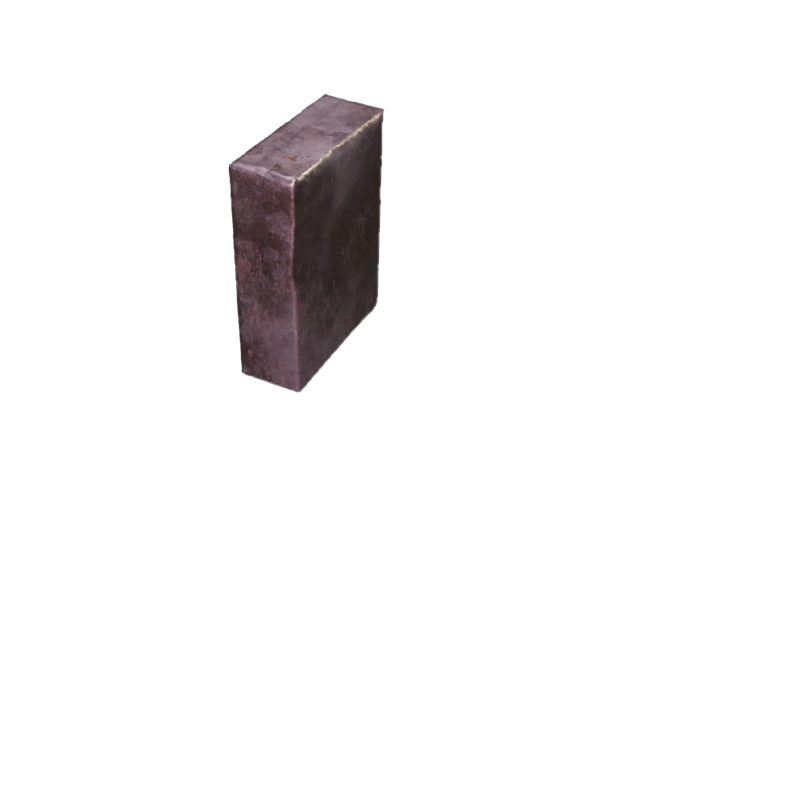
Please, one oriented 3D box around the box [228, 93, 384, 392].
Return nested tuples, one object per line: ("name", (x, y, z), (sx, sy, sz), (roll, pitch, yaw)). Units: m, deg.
("box", (-0.078, -0.141, 0.990), (0.075, 0.200, 0.168), (17, 38, 19))
